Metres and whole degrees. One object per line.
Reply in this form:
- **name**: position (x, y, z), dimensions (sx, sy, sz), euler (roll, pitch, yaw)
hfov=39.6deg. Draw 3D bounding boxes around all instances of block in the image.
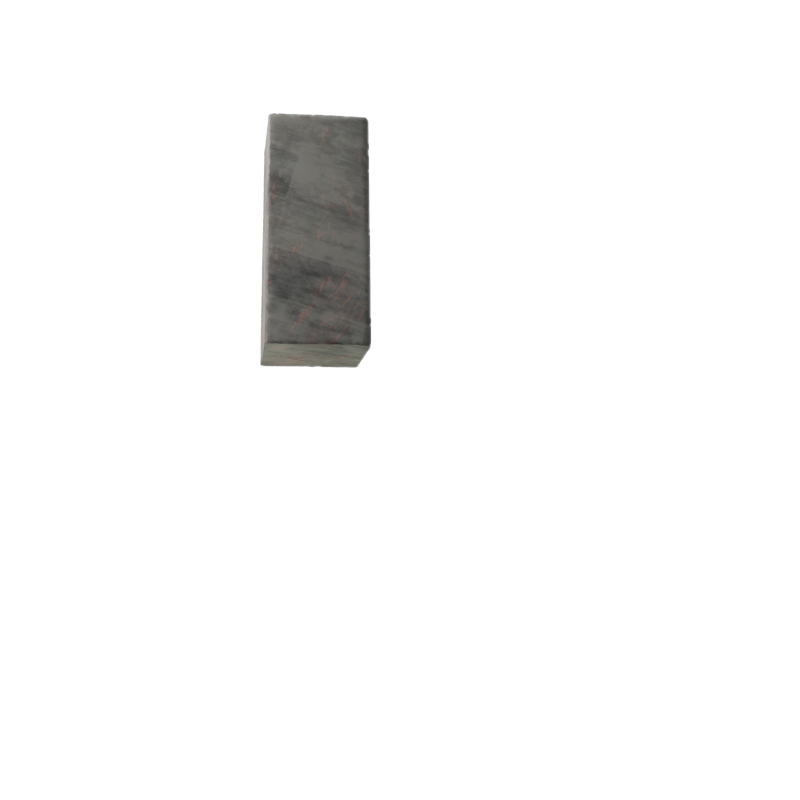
- **block**: position (-0.076, -0.140, 0.979), dimensions (0.089, 0.215, 0.088), euler (1, -17, -8)
